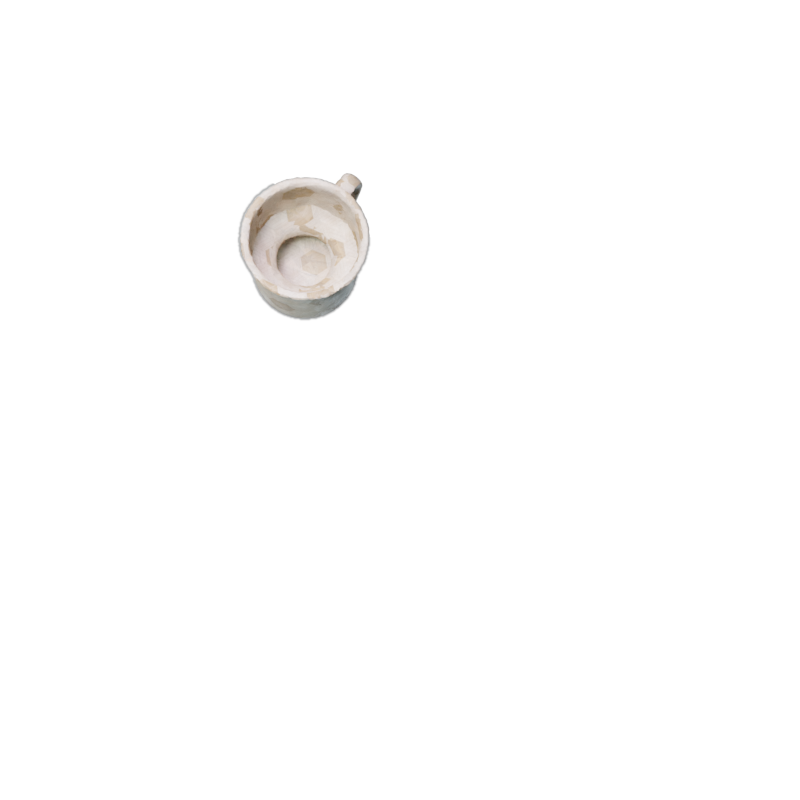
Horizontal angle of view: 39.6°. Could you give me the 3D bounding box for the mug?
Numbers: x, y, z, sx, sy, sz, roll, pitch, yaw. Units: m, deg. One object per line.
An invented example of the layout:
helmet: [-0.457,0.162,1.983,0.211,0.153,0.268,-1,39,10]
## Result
mug: [-0.065,-0.119,0.831,0.095,0.120,0.078,29,-15,6]
